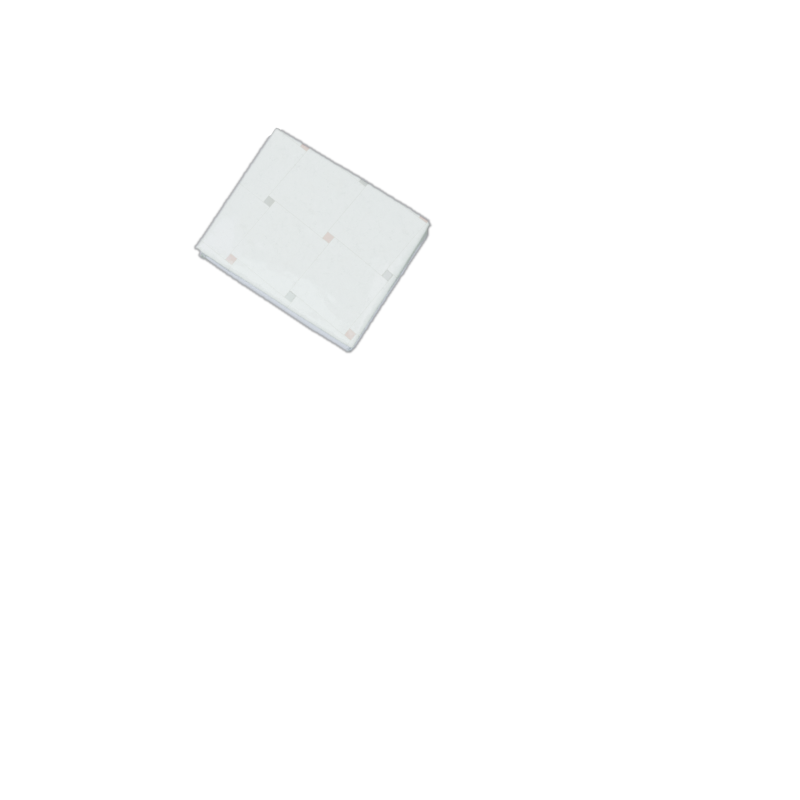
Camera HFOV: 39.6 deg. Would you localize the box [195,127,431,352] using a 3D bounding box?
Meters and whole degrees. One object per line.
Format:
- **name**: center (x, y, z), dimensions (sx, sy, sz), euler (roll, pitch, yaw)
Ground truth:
- **box**: center (-0.052, -0.096, 0.670), dimensions (0.115, 0.091, 0.038), euler (31, -11, 6)
